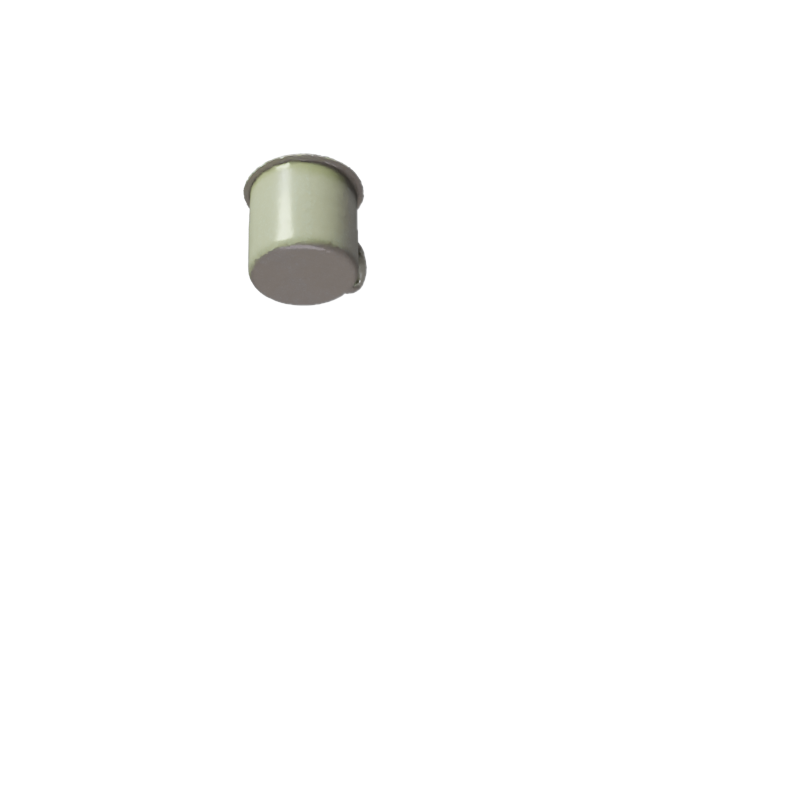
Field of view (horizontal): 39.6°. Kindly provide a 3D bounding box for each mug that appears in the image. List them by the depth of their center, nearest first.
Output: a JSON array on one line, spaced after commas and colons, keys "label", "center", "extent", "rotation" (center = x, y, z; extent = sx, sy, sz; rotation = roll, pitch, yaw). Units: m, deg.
[{"label": "mug", "center": [-0.066, -0.120, 0.841], "extent": [0.094, 0.087, 0.109], "rotation": [-23, -39, 29]}]
